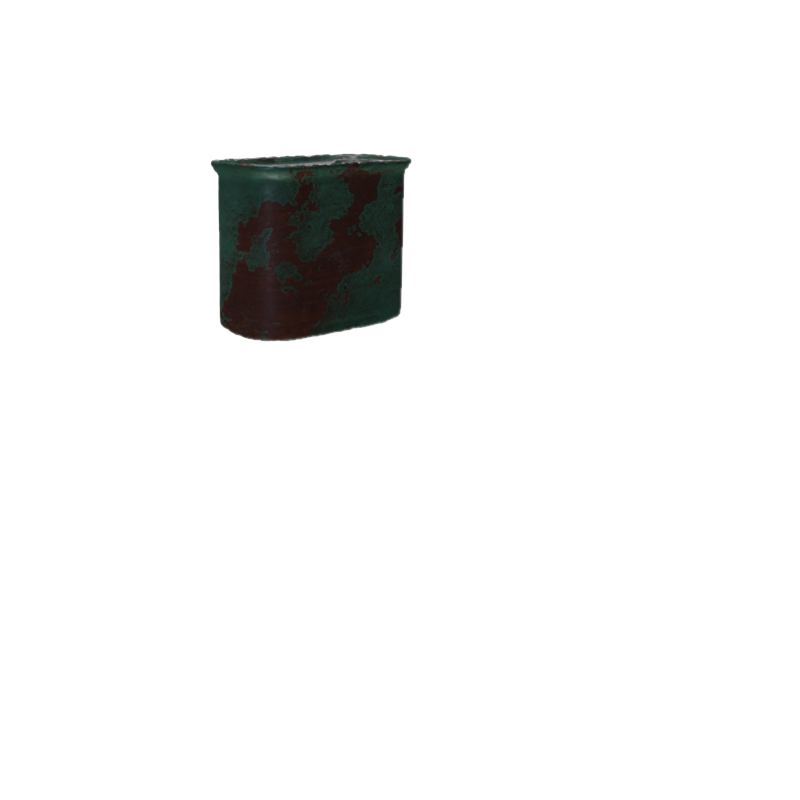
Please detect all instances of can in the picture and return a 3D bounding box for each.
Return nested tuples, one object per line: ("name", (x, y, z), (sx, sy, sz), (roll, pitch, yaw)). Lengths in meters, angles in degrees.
("can", (-0.043, -0.079, 0.556), (0.099, 0.082, 0.060), (-11, 16, -41))
